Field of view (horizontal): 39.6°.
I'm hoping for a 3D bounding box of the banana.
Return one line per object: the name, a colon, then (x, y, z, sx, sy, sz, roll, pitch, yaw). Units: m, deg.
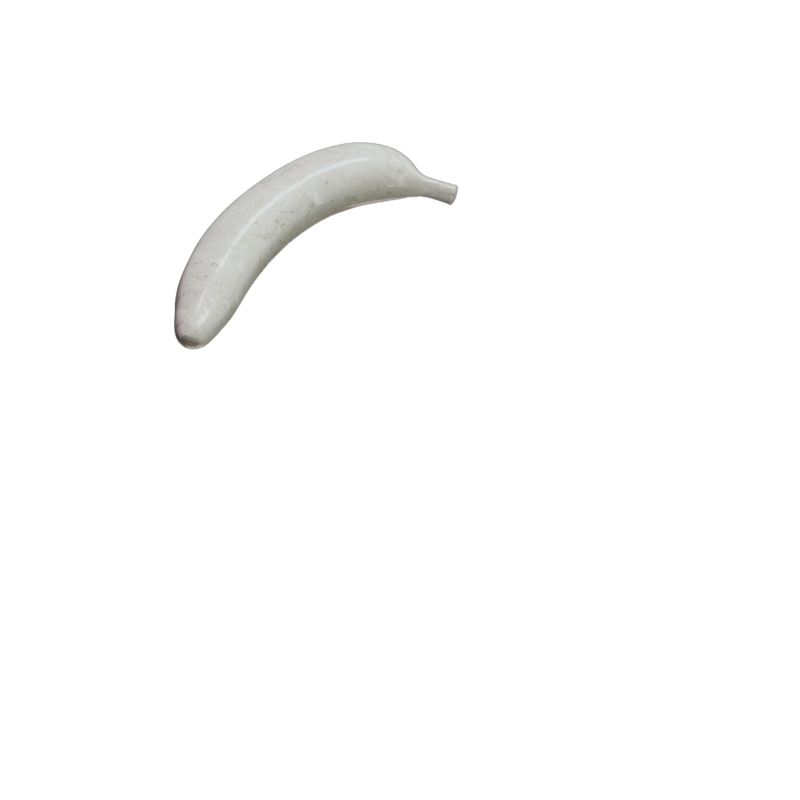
banana: (-0.057, -0.098, 0.607, 0.199, 0.034, 0.074, -35, 55, -30)
